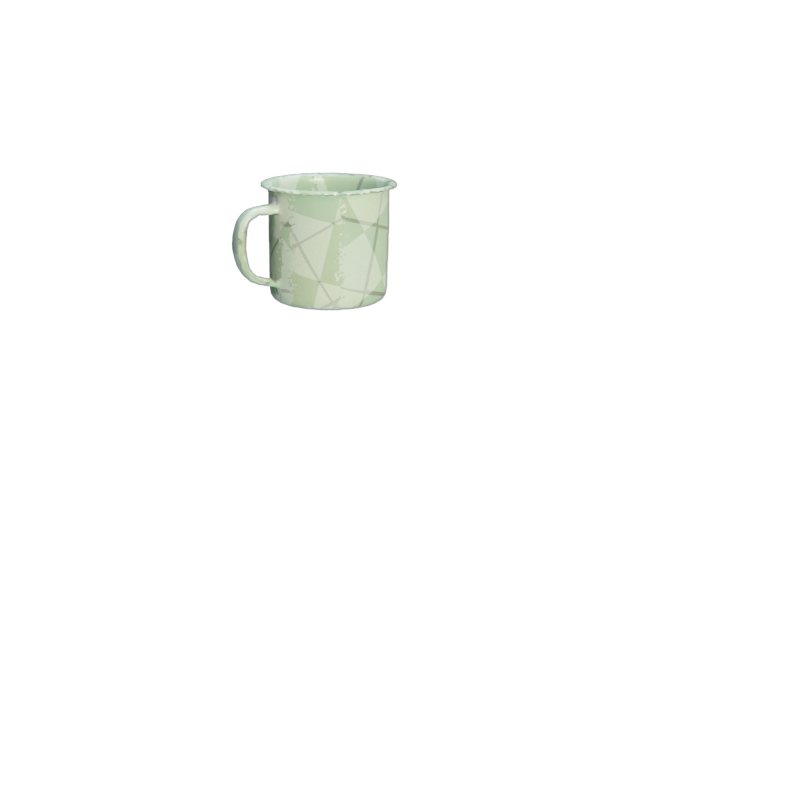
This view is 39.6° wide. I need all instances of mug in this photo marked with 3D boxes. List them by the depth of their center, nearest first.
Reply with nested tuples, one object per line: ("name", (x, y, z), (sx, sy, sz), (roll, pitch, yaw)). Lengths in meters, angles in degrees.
("mug", (-0.059, -0.108, 0.756), (0.114, 0.079, 0.099), (-10, 19, -30))
